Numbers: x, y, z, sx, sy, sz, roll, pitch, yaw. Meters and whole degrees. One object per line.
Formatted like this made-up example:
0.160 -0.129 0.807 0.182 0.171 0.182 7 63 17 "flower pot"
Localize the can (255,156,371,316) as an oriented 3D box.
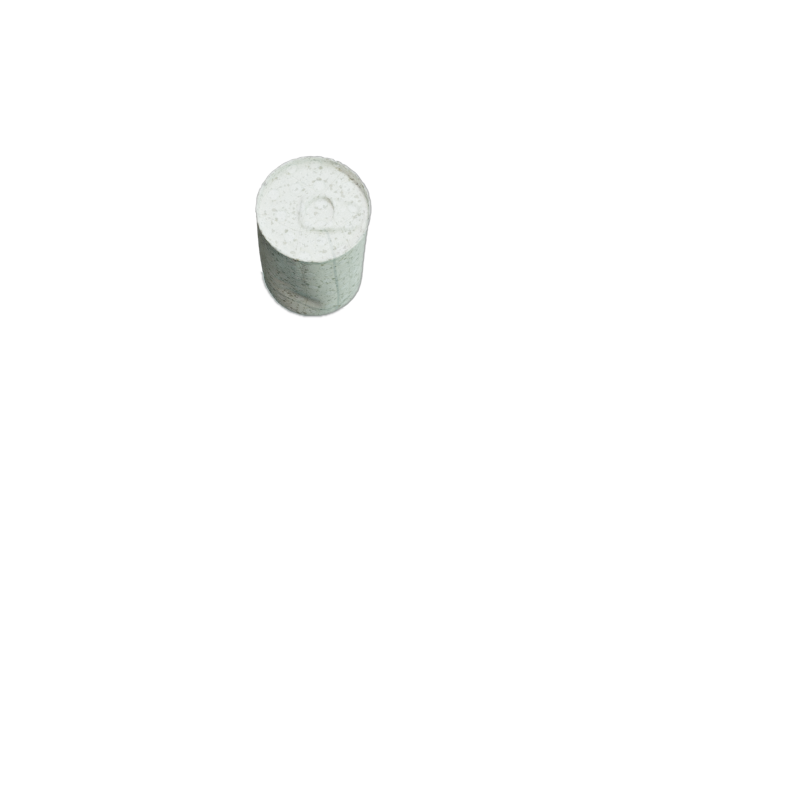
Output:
-0.054 -0.099 0.691 0.068 0.072 0.098 0 -18 -3 "can"
